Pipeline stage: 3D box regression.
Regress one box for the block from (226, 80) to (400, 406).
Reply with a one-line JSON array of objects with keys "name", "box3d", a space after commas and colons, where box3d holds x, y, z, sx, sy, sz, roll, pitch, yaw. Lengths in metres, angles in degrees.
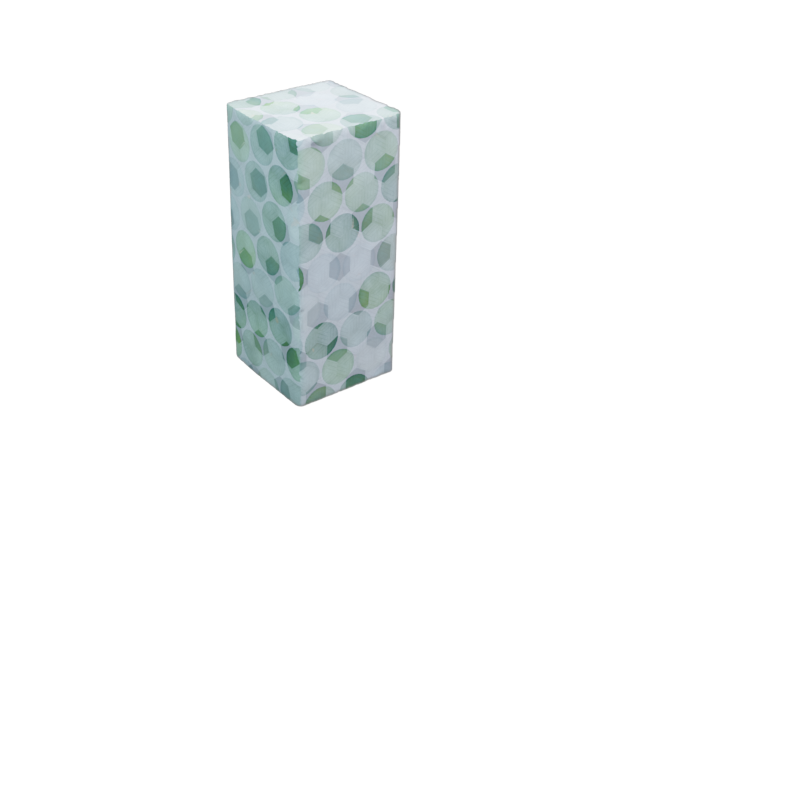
[{"name": "block", "box3d": [-0.063, -0.114, 0.801, 0.089, 0.194, 0.097, -18, 35, -32]}]
